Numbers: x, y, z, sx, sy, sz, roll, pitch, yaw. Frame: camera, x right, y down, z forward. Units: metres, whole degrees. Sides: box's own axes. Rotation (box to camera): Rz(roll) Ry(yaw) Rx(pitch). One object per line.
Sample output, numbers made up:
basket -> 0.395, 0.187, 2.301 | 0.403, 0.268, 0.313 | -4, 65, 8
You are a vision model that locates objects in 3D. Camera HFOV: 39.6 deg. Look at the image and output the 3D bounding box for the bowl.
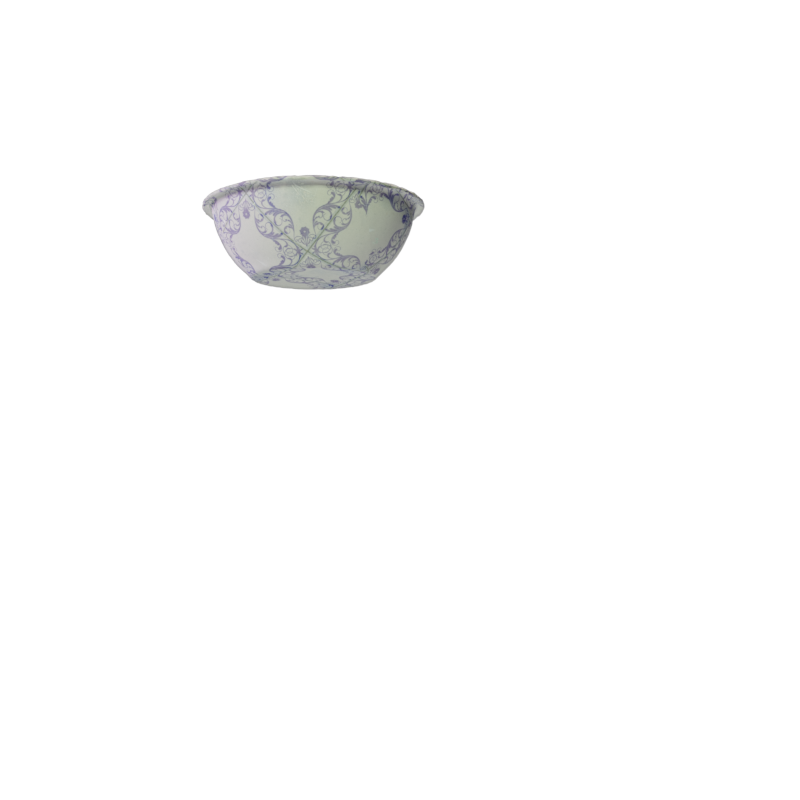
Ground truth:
bowl -> -0.063, -0.115, 0.803 | 0.162, 0.056, 0.159 | 0, -6, -2
